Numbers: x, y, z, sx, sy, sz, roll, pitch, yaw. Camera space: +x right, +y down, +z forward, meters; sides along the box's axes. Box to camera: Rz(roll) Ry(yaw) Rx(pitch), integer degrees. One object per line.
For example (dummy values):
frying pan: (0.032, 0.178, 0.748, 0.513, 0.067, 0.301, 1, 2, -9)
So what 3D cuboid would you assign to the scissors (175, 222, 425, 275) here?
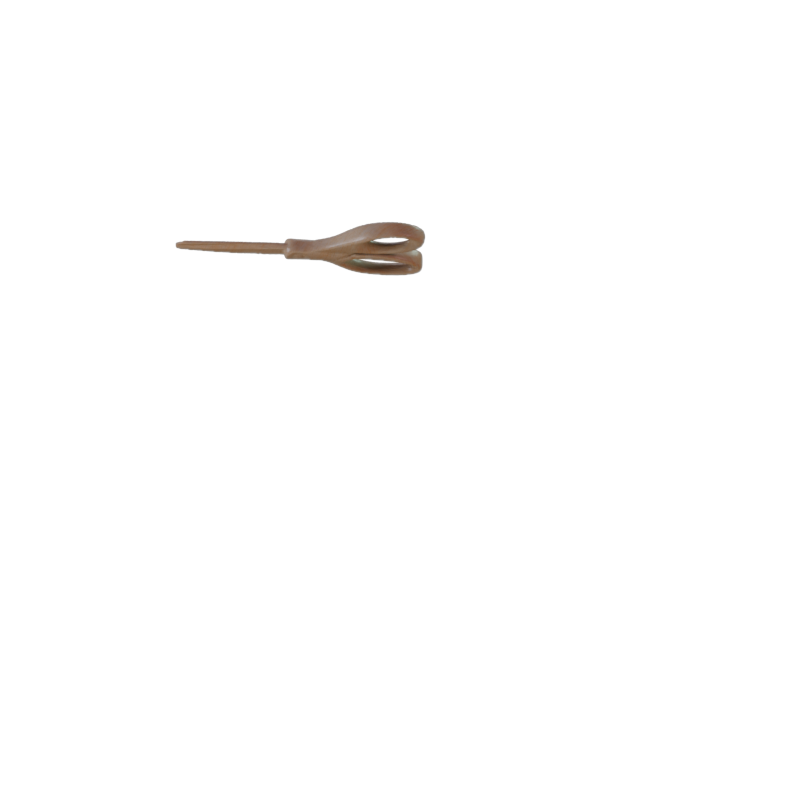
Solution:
scissors: (-0.069, -0.126, 0.880, 0.196, 0.016, 0.095, 6, -17, -20)
